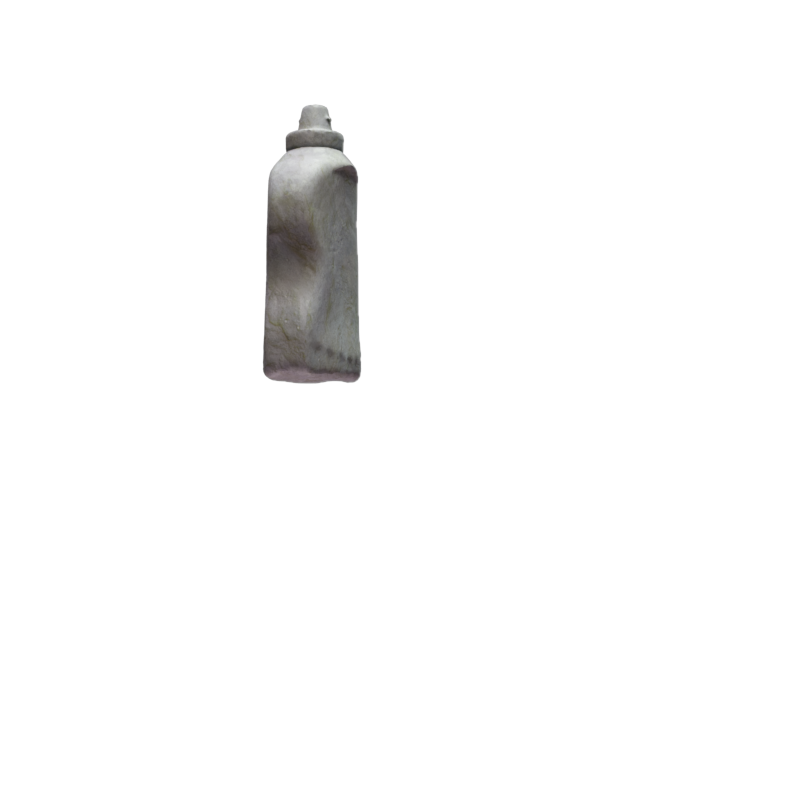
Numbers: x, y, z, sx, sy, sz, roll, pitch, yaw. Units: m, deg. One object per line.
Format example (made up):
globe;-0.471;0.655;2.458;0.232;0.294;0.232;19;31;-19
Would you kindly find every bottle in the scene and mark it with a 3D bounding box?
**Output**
bottle;-0.059;-0.109;0.765;0.060;0.196;0.092;-4;-9;21
